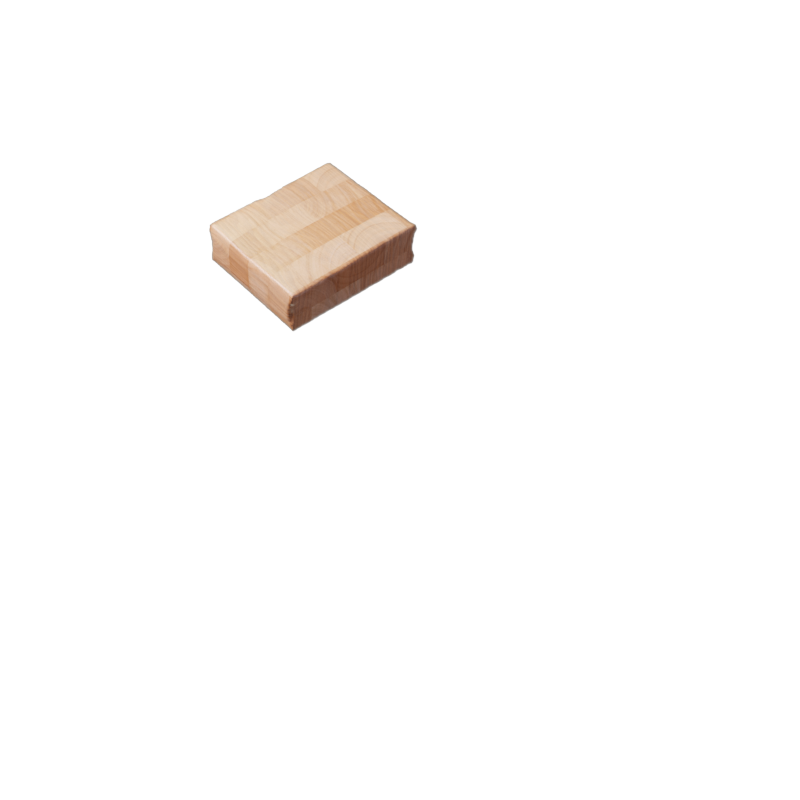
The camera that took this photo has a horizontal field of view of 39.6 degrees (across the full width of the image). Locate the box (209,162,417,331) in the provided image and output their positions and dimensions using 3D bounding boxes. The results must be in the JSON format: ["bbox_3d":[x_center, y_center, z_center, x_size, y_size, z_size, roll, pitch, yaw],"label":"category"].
[{"bbox_3d":[-0.047,-0.086,0.605,0.089,0.028,0.078,-32,55,-27],"label":"box"}]
